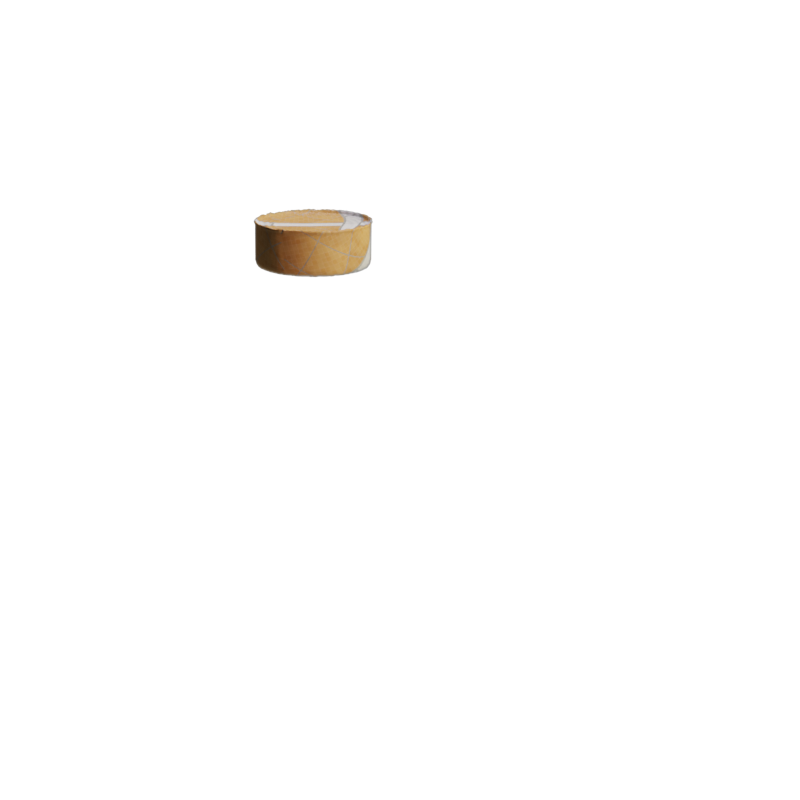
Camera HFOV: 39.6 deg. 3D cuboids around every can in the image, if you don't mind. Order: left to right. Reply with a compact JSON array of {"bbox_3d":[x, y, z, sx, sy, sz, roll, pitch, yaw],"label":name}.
[{"bbox_3d":[-0.063,-0.115,0.803,0.086,0.032,0.089,-1,19,-2],"label":"can"}]
